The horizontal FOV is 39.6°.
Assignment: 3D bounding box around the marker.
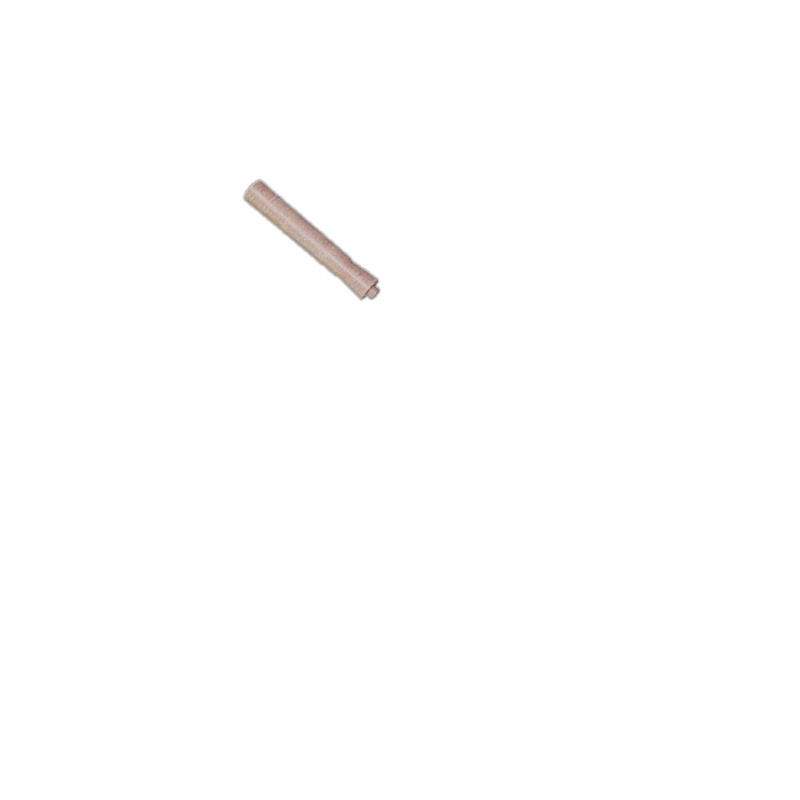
[{"bbox_3d":[-0.063,-0.115,0.805,0.125,0.019,0.019,41,12,11],"label":"marker"}]
